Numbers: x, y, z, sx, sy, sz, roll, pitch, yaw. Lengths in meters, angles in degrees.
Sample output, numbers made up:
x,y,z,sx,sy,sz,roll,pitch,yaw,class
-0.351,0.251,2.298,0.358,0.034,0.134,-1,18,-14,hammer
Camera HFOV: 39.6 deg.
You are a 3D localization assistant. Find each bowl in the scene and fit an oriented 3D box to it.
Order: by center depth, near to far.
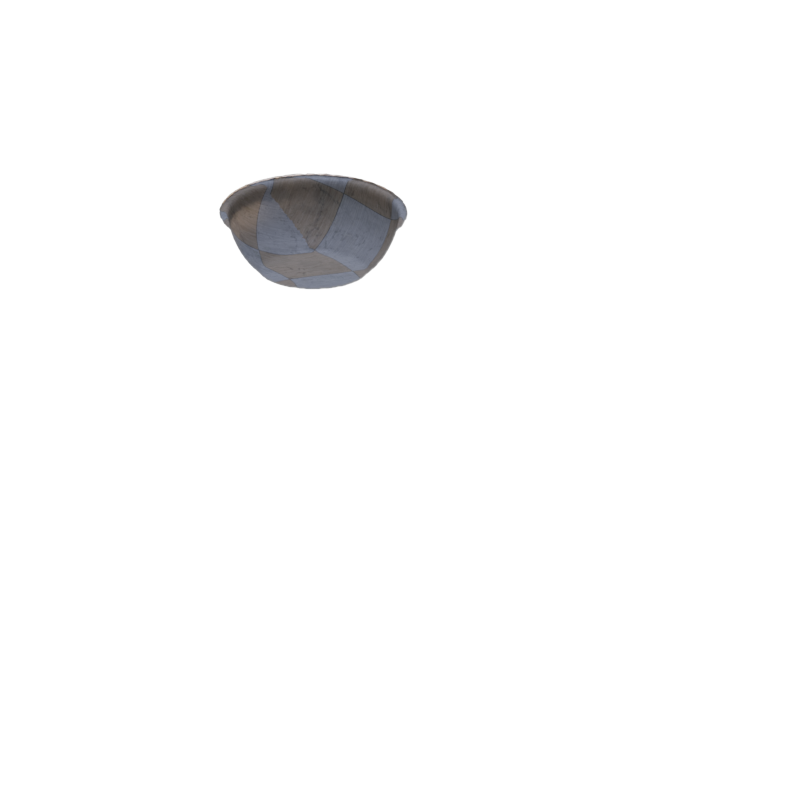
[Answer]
x,y,z,sx,sy,sz,roll,pitch,yaw,class
-0.074,-0.135,0.948,0.162,0.057,0.155,0,-16,-2,bowl
